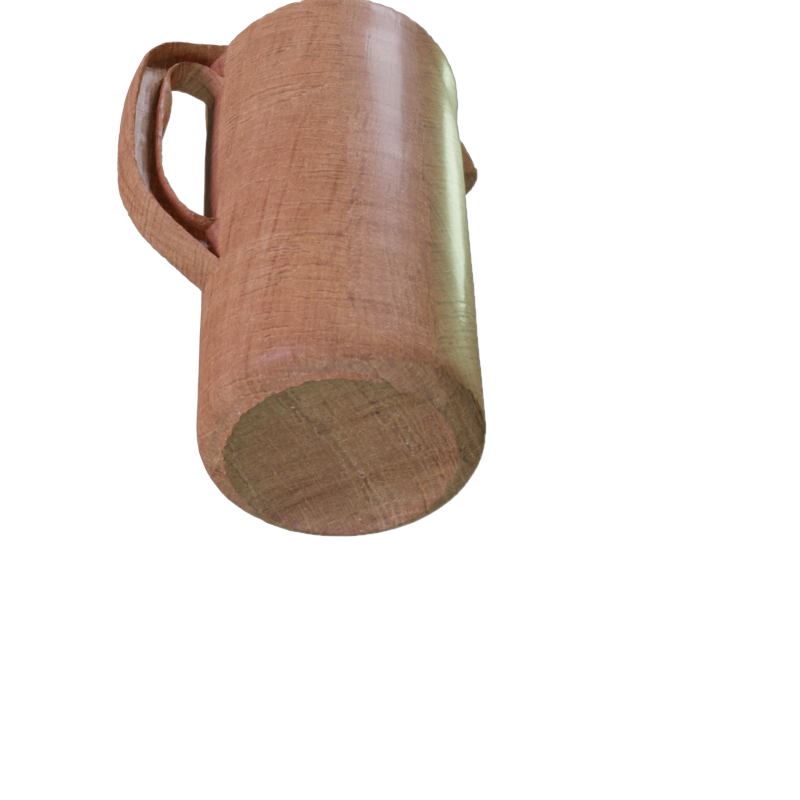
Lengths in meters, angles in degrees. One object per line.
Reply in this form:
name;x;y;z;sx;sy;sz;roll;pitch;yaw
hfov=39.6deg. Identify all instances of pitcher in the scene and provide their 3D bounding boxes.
pitcher;-0.039;-0.071;0.494;0.150;0.134;0.261;-14;43;9
